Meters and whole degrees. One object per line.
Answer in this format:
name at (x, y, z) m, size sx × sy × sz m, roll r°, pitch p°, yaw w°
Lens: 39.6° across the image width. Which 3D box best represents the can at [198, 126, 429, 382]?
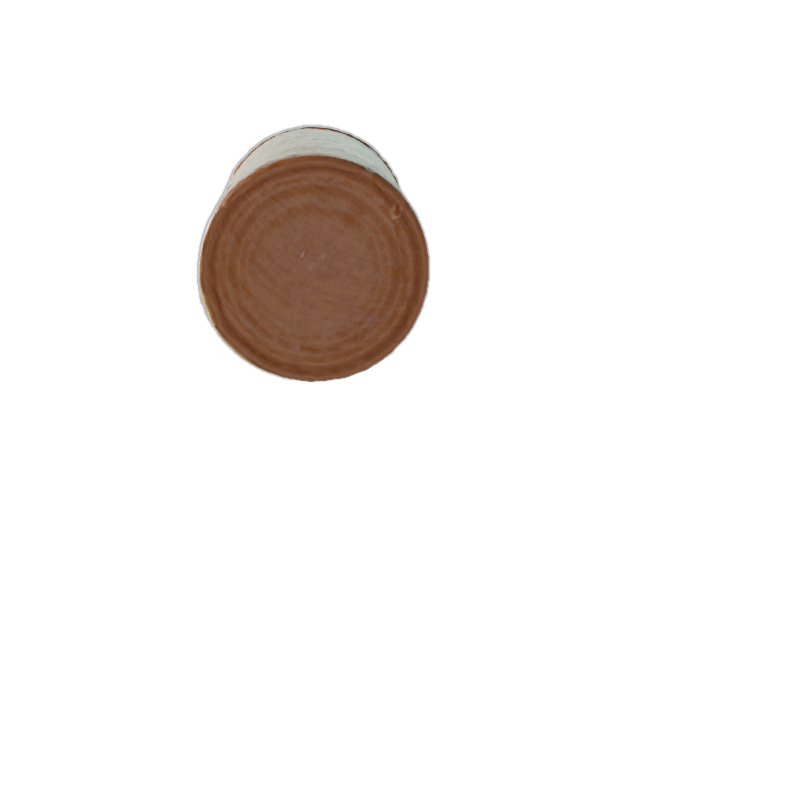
can at (-0.028, -0.052, 0.362) m, size 0.068 × 0.066 × 0.106 m, roll 0°, pitch 16°, yaw -3°
